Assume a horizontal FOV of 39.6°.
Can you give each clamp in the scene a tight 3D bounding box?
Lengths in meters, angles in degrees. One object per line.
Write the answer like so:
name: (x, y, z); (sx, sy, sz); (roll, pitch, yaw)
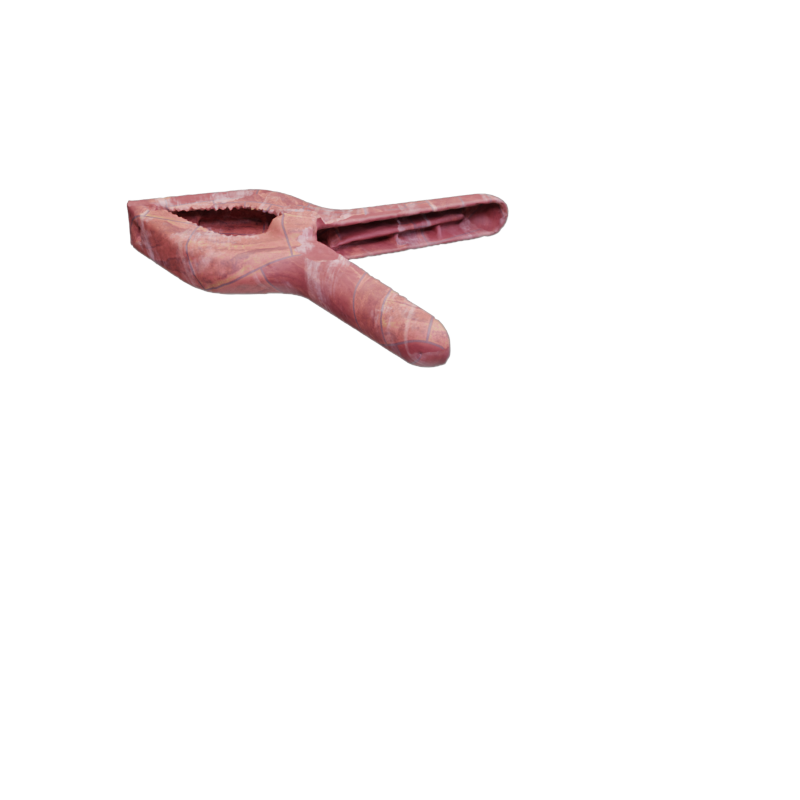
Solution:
clamp: (-0.048, -0.087, 0.607); (0.218, 0.034, 0.168); (13, 34, 20)
